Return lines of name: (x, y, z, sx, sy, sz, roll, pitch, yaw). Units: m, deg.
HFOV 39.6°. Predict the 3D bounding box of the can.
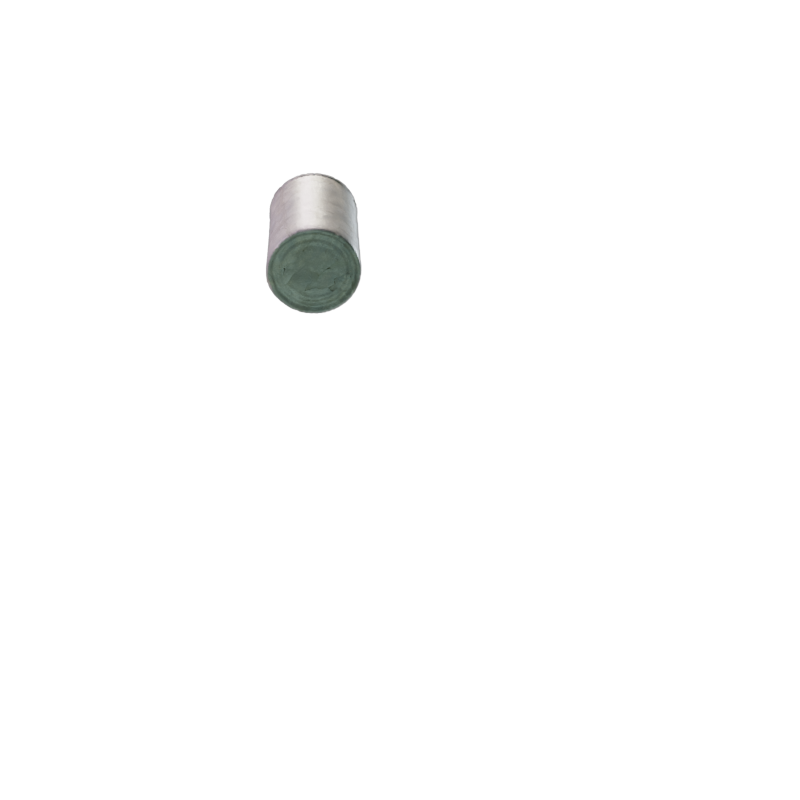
can: (-0.063, -0.115, 0.807, 0.068, 0.065, 0.109, 0, 30, -3)
